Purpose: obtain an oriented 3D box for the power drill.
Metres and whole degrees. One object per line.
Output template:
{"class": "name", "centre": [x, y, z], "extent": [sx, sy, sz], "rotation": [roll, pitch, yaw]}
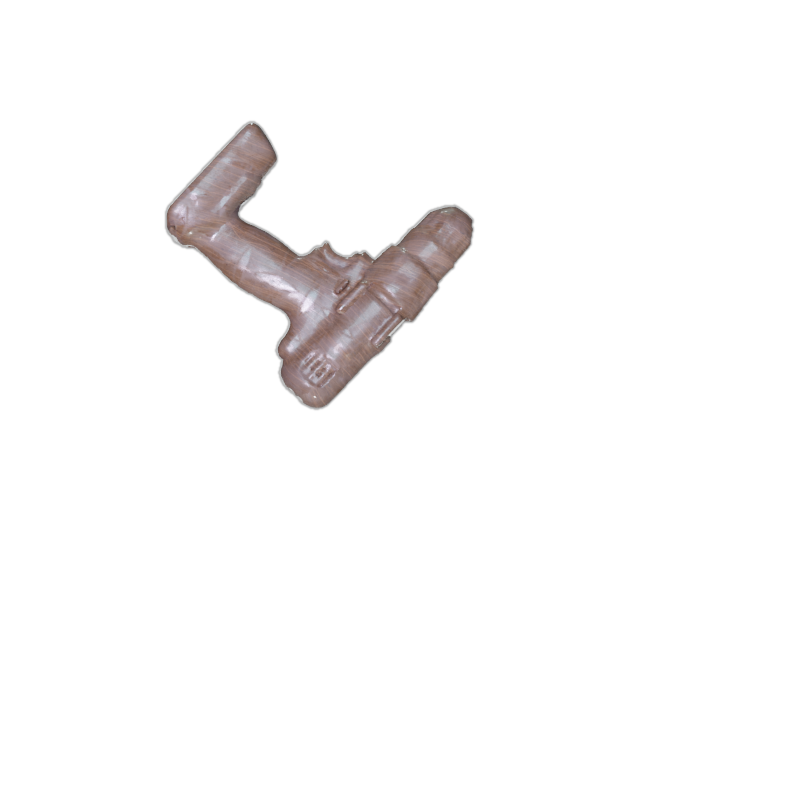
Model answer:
{"class": "power drill", "centre": [-0.064, -0.117, 0.818], "extent": [0.192, 0.186, 0.056], "rotation": [42, -10, 8]}
